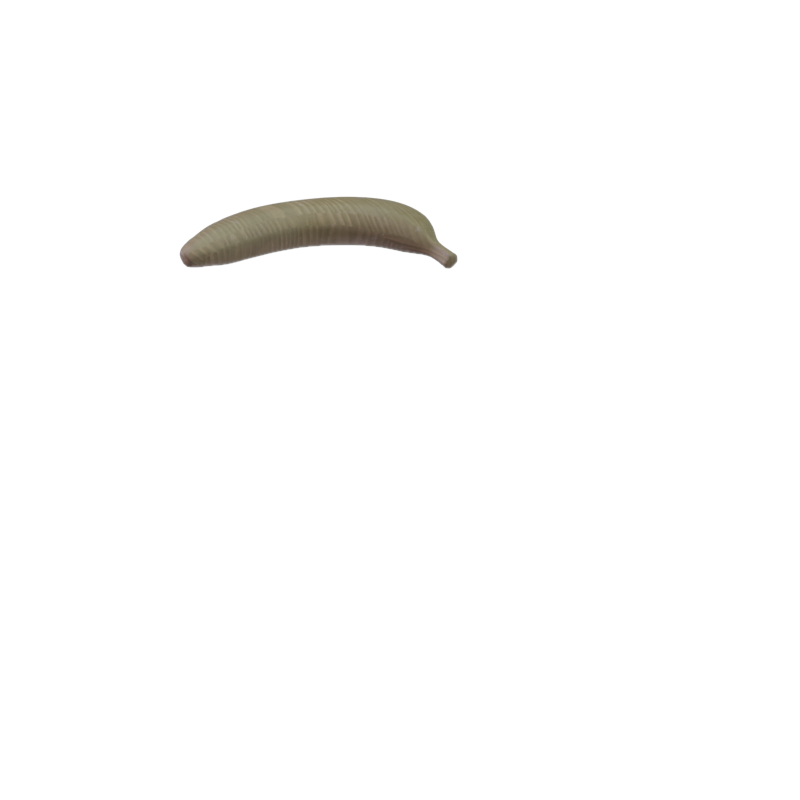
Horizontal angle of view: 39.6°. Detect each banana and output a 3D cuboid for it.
[{"bbox_3d":[-0.061,-0.123,0.811,0.197,0.035,0.074,-2,30,-4],"label":"banana"}]
